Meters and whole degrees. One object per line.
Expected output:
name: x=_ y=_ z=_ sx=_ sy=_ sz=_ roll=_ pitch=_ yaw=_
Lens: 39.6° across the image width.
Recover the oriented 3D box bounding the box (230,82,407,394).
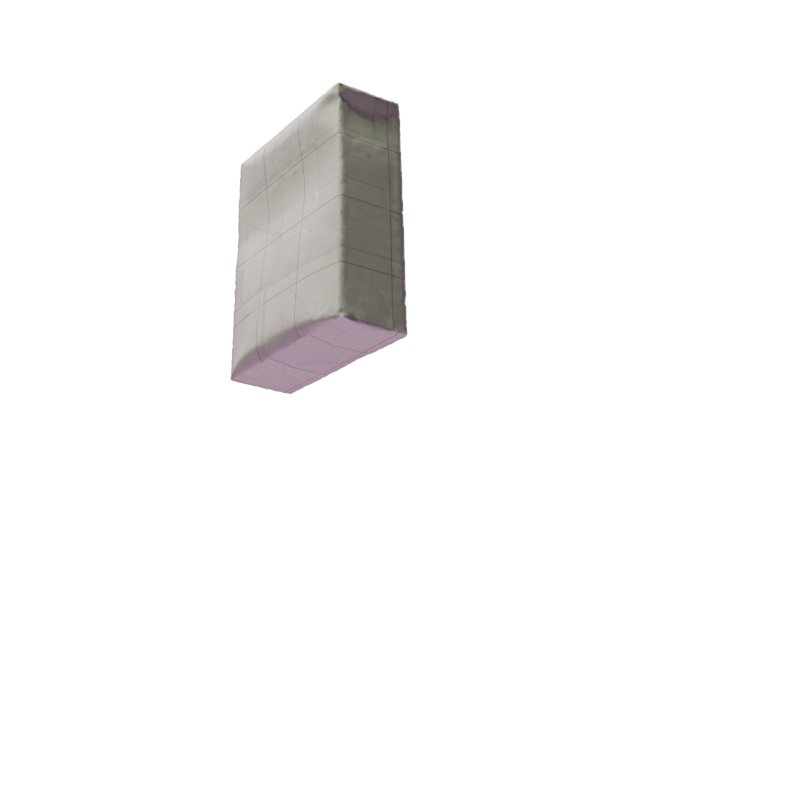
box: x=-0.073 y=-0.132 z=0.926 sx=0.068 sy=0.226 sz=0.164 roll=16 pitch=-29 yaw=-34
